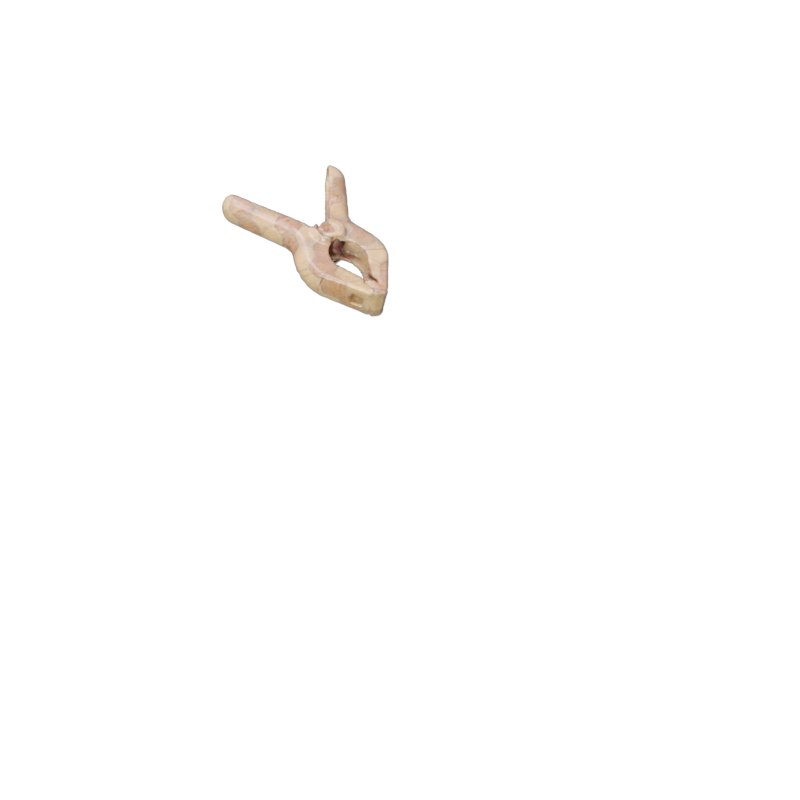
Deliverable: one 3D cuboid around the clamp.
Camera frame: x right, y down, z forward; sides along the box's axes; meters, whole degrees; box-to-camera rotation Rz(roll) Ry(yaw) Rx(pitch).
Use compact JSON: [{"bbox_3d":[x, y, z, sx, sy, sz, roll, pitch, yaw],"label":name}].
[{"bbox_3d":[-0.074,-0.134,0.941,0.119,0.036,0.186,-18,49,-17],"label":"clamp"}]
